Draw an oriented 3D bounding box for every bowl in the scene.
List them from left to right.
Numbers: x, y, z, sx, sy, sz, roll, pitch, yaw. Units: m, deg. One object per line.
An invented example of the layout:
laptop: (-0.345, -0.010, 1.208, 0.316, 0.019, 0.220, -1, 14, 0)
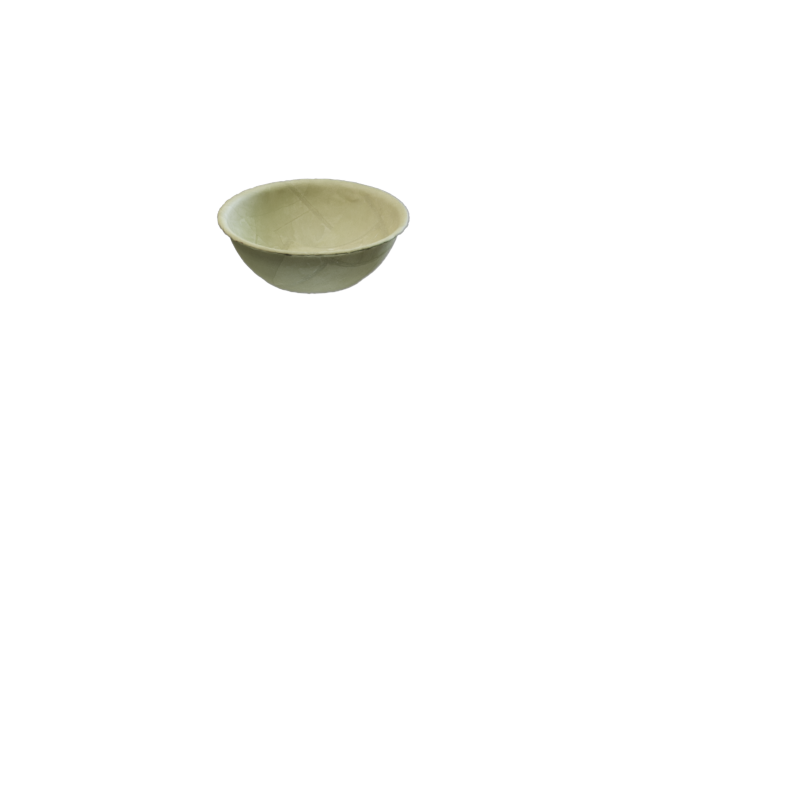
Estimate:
bowl: (-0.074, -0.134, 0.941, 0.162, 0.052, 0.172, -1, 30, -2)
